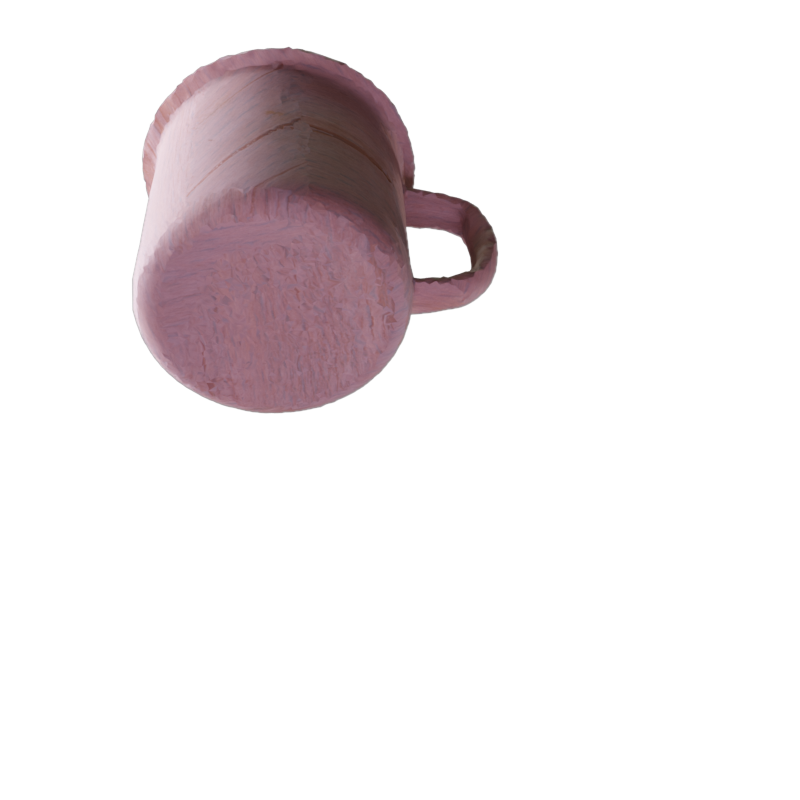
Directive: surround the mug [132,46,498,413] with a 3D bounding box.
[{"bbox_3d":[-0.027,-0.050,0.348,0.116,0.088,0.087,7,38,-7],"label":"mug"}]
